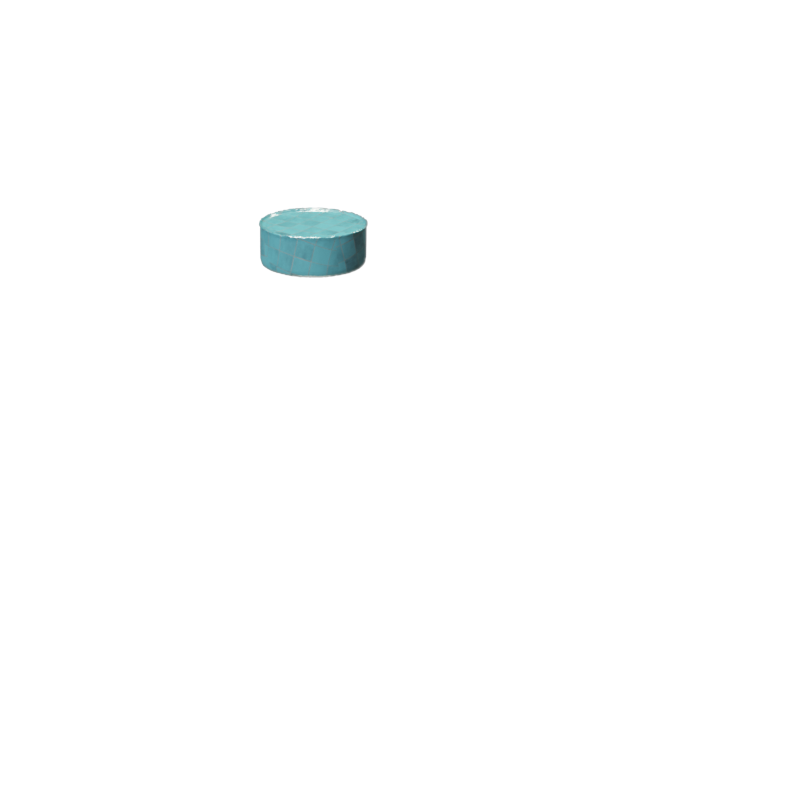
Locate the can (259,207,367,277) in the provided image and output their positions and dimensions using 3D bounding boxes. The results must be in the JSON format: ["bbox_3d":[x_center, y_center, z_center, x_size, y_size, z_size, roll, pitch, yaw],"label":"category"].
[{"bbox_3d":[-0.069,-0.125,0.878,0.086,0.032,0.090,-1,23,-2],"label":"can"}]
